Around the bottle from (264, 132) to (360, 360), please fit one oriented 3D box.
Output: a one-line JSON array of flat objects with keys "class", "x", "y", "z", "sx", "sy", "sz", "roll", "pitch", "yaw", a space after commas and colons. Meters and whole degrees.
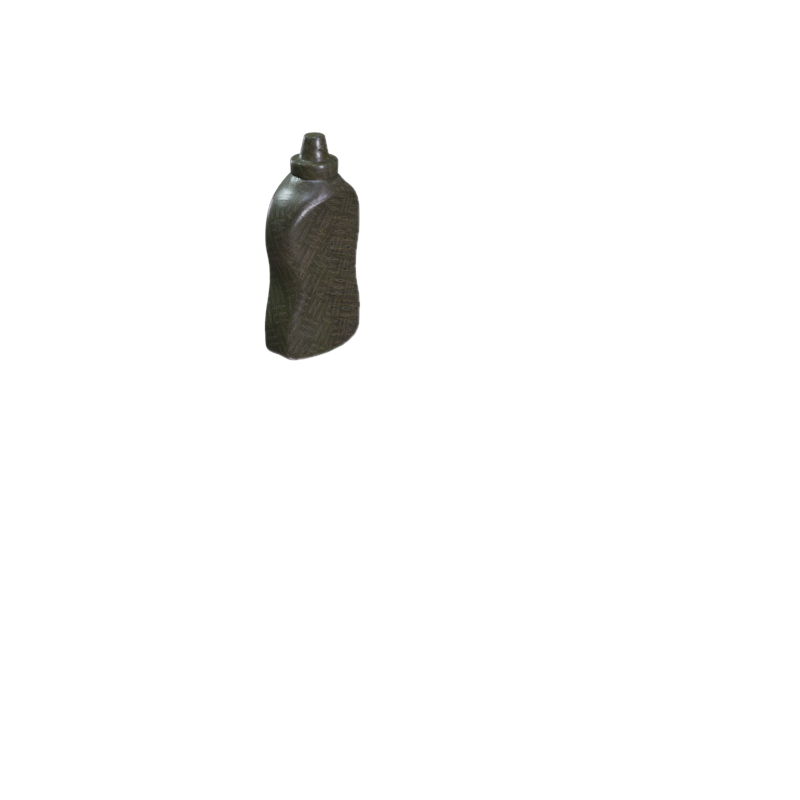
[{"class": "bottle", "x": -0.075, "y": -0.137, "z": 0.959, "sx": 0.062, "sy": 0.183, "sz": 0.095, "roll": 20, "pitch": 29, "yaw": 38}]
